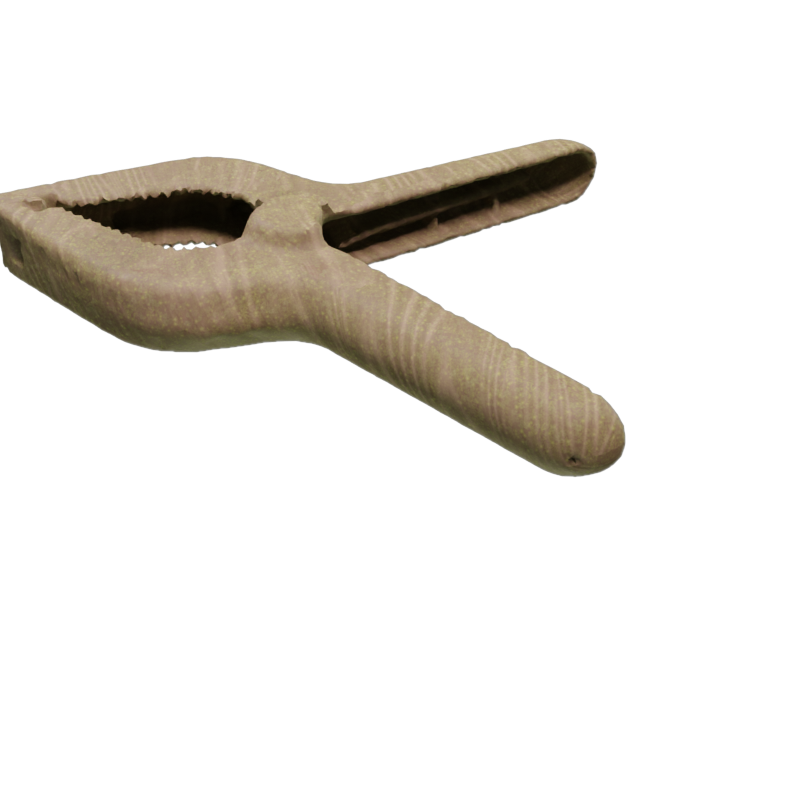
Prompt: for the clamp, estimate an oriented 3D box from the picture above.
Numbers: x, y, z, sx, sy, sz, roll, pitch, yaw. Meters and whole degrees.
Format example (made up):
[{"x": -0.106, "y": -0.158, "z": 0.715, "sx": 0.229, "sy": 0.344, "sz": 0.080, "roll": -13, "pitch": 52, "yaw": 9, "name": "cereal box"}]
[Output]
[{"x": -0.029, "y": -0.053, "z": 0.370, "sx": 0.215, "sy": 0.034, "sz": 0.172, "roll": 9, "pitch": 37, "yaw": 12, "name": "clamp"}]
